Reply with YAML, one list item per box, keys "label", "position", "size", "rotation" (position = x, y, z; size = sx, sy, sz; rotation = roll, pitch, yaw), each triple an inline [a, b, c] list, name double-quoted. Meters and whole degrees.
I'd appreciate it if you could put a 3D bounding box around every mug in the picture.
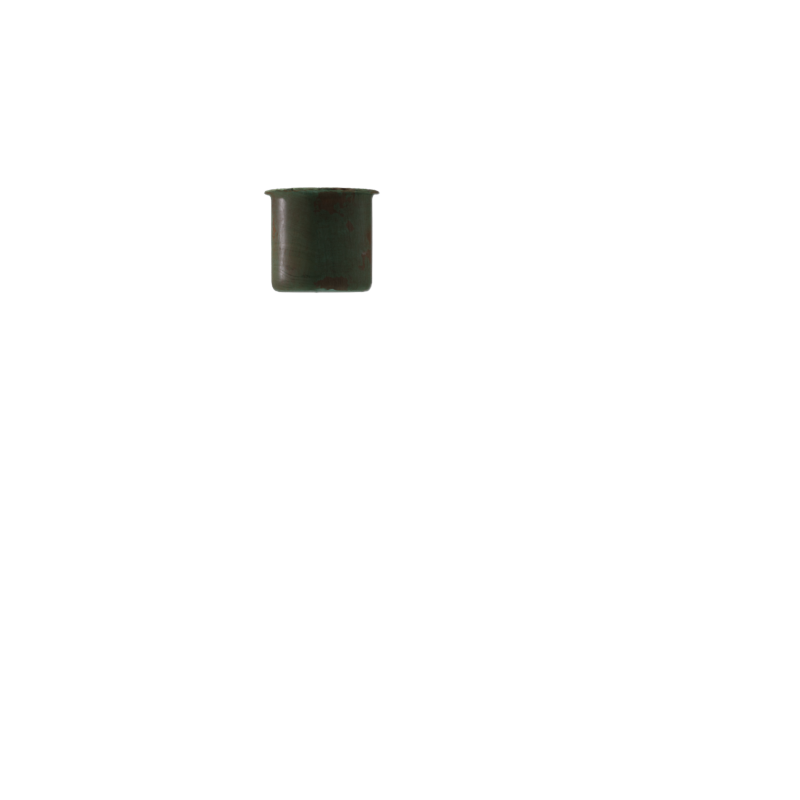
- label: "mug"
  position: [-0.071, -0.129, 0.903]
  size: [0.090, 0.081, 0.122]
  rotation: [-2, 5, -37]
